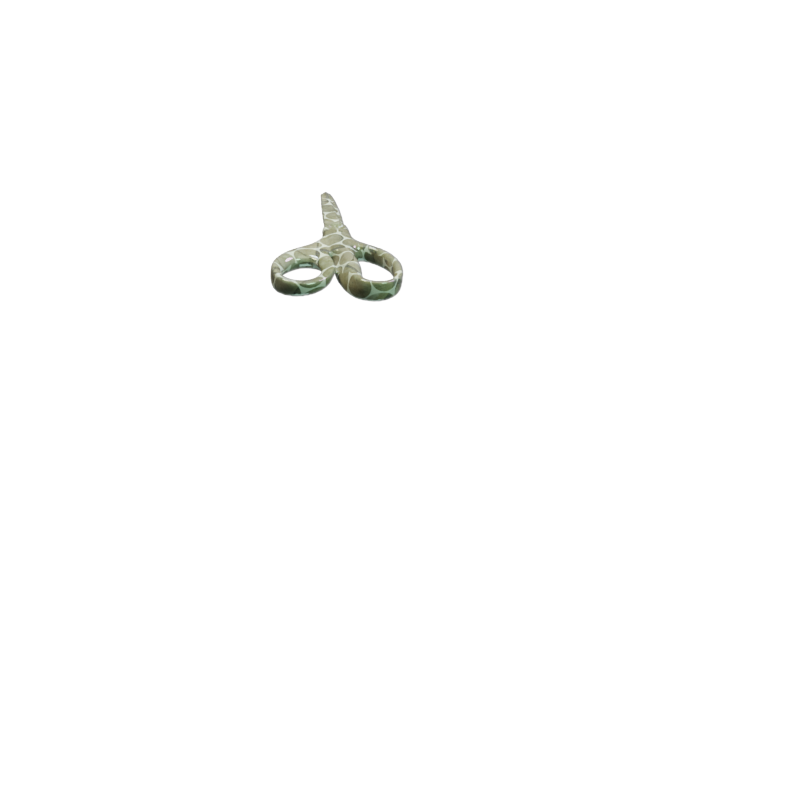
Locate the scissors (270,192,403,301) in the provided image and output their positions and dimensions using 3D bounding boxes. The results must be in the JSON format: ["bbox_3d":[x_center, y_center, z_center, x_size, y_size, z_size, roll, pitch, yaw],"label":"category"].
[{"bbox_3d":[-0.062,-0.113,0.795,0.094,0.015,0.216,-10,29,-19],"label":"scissors"}]
